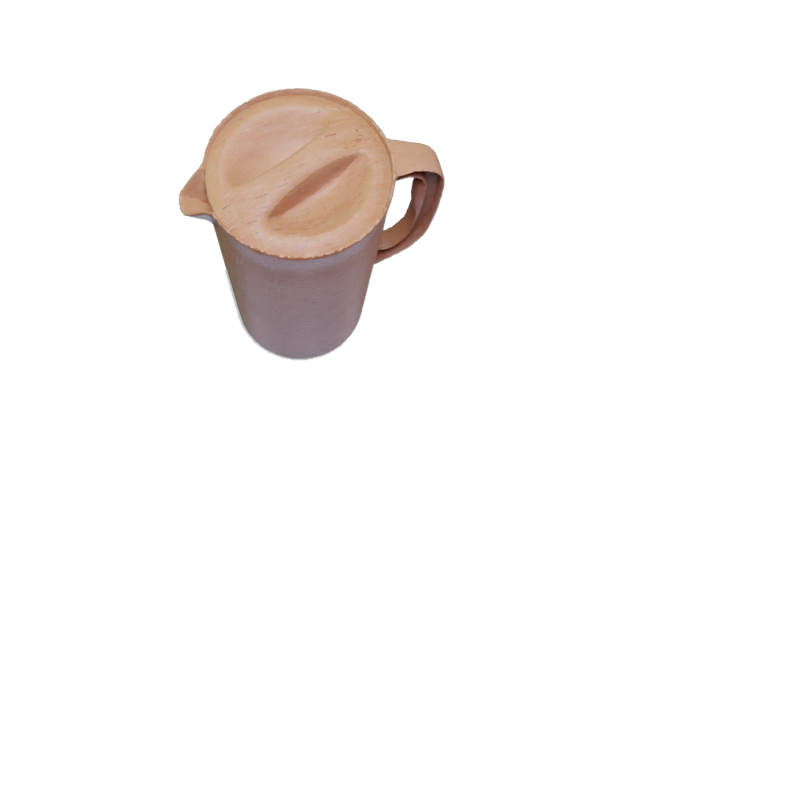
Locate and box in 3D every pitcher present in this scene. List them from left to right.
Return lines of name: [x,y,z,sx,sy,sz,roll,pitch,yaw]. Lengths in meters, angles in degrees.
pitcher: [-0.067,-0.122,0.855,0.153,0.149,0.231,30,-19,8]
